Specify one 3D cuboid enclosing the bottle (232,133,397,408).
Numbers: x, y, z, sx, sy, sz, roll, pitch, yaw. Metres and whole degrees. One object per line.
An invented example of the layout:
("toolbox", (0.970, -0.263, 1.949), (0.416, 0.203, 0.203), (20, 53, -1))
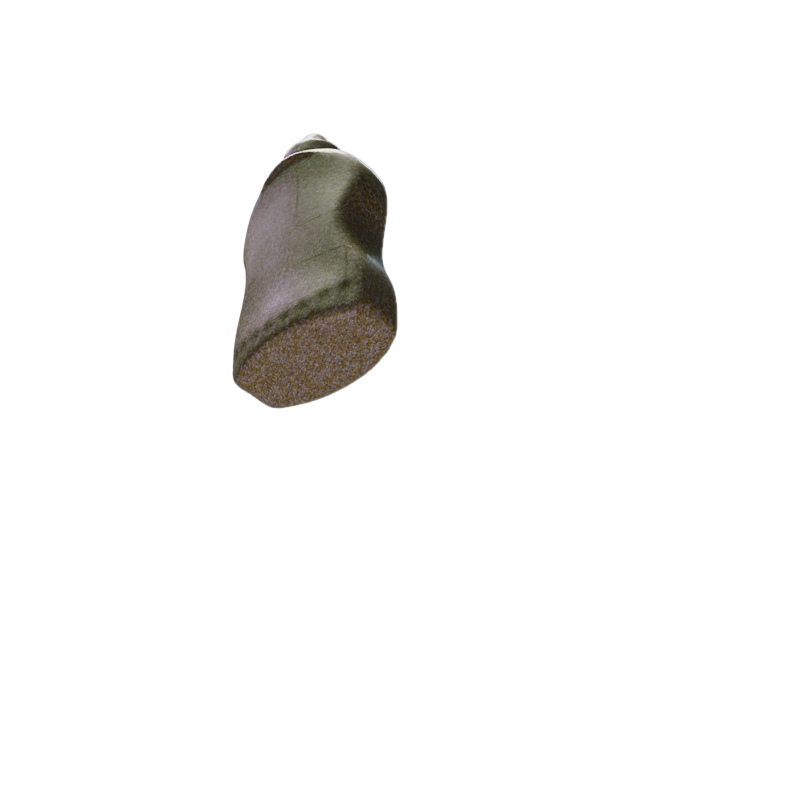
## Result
("bottle", (-0.051, -0.093, 0.653), (0.095, 0.206, 0.055), (-33, -50, 27))
